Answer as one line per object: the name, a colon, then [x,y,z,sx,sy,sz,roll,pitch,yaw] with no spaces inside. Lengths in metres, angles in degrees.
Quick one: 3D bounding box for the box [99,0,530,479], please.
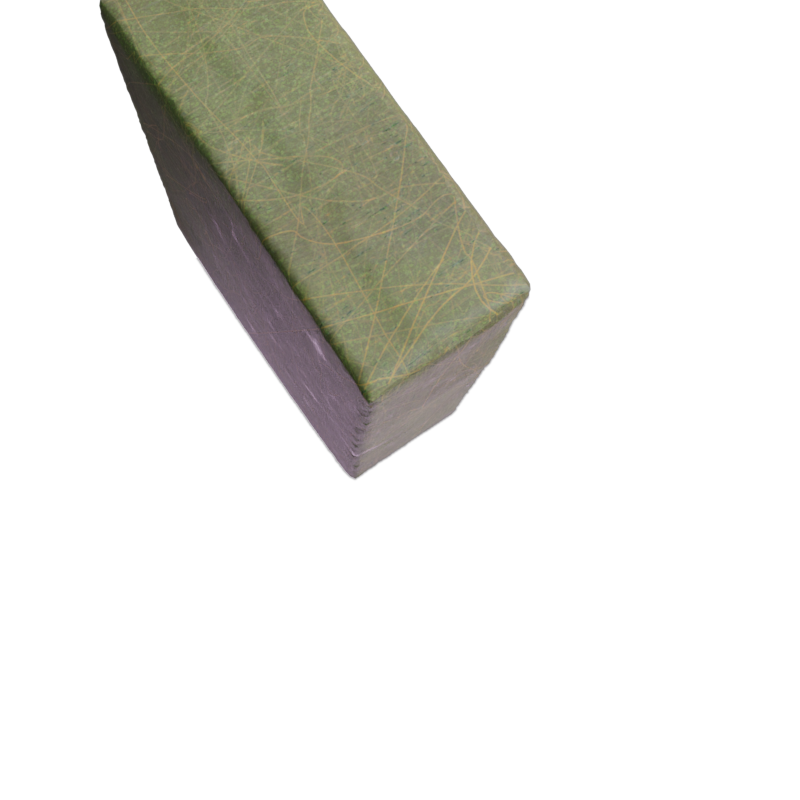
box: [-0.035,-0.064,0.451,0.072,0.170,0.206,-33,-10,-10]
